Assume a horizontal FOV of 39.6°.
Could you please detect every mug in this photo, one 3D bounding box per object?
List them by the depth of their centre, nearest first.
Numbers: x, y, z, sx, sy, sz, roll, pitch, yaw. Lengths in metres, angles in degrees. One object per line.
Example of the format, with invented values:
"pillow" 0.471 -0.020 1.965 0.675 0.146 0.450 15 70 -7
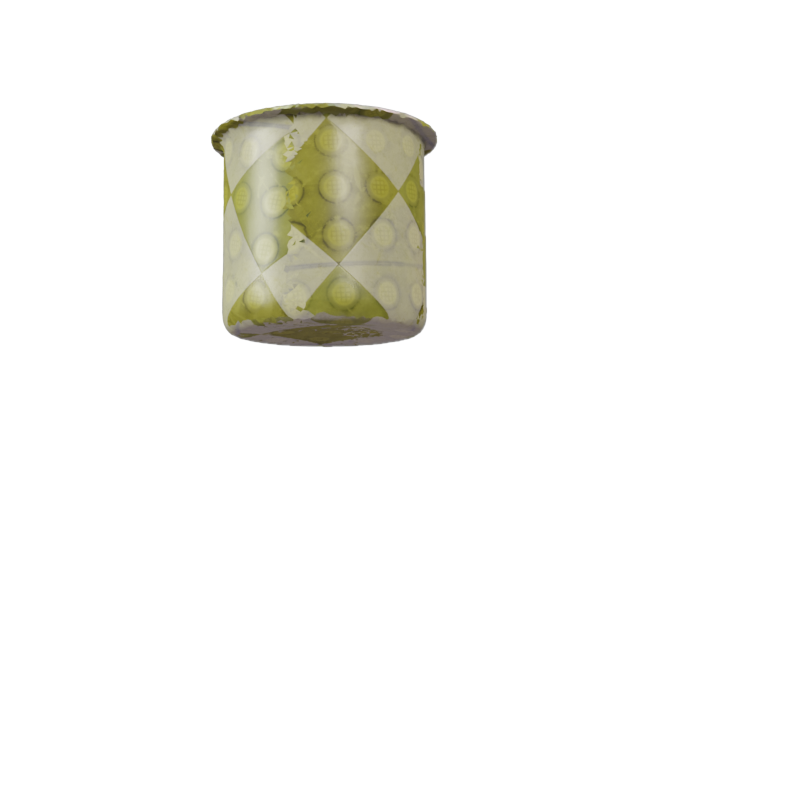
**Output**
"mug" -0.036 -0.066 0.459 0.090 0.084 0.118 3 -8 -25
